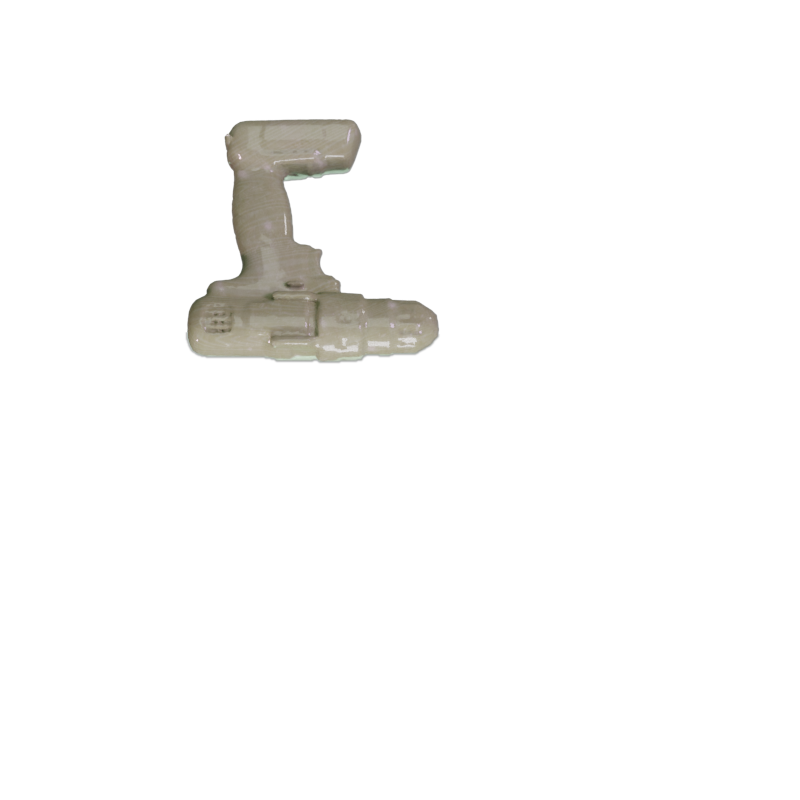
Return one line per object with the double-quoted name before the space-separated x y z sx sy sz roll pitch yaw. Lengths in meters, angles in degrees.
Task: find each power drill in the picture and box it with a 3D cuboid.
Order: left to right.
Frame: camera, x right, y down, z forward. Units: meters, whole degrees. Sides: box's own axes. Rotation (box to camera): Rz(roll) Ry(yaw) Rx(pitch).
"power drill" -0.066 -0.120 0.840 0.184 0.197 0.055 0 -22 -1
